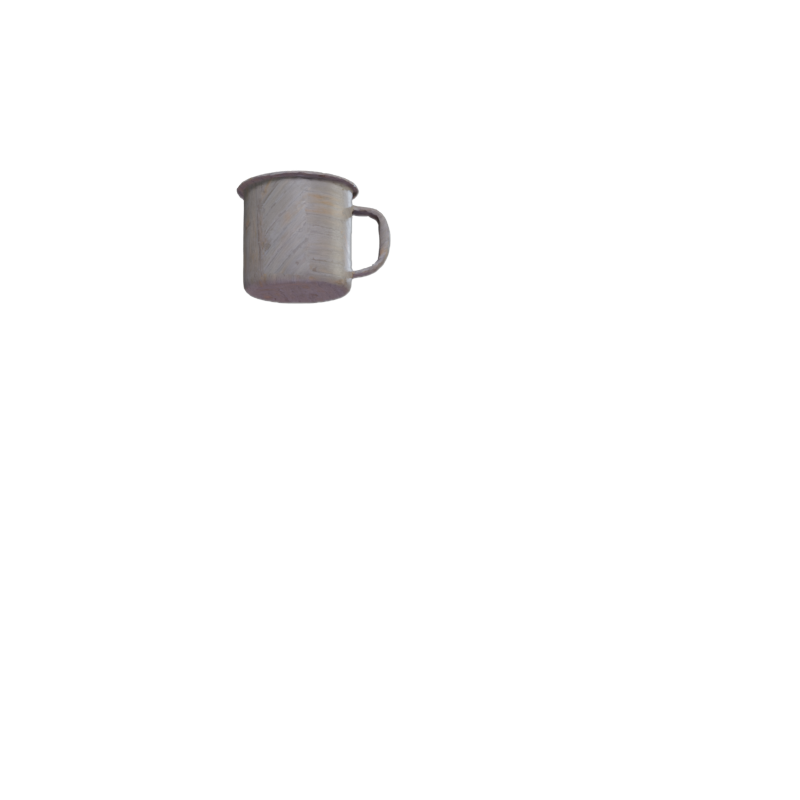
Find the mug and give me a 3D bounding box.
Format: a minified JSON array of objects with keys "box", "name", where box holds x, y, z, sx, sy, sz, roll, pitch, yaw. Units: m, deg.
[{"box":[-0.066,-0.119,0.837,0.116,0.084,0.091,1,-11,-8],"name":"mug"}]
